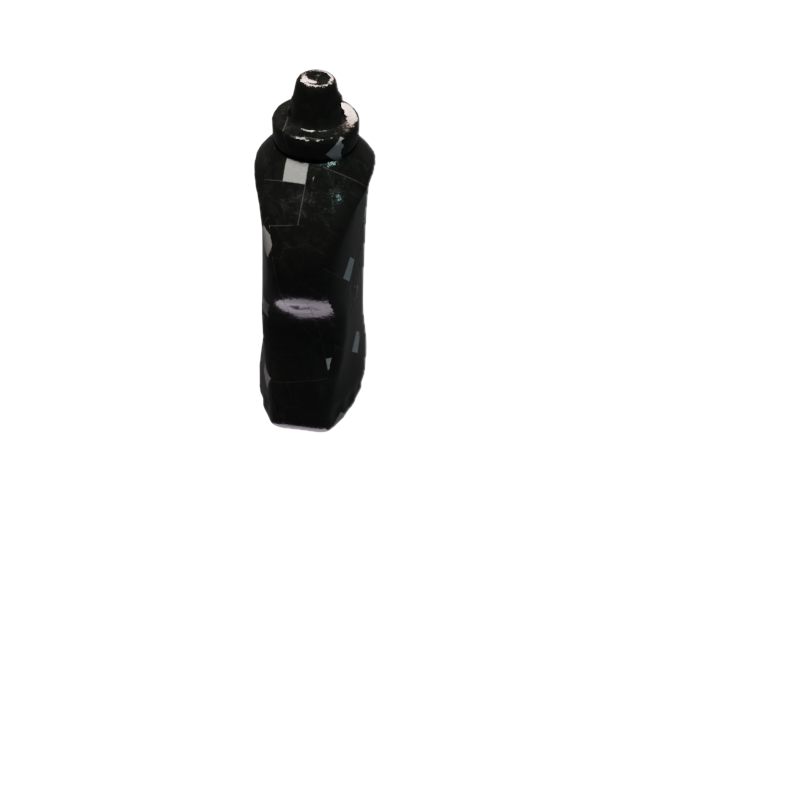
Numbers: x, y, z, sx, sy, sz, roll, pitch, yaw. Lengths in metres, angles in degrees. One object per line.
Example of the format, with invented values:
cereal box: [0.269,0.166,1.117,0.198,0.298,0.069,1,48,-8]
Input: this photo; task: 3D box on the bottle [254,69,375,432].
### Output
bottle: [-0.044,-0.080,0.562,0.059,0.179,0.102,8,43,4]
